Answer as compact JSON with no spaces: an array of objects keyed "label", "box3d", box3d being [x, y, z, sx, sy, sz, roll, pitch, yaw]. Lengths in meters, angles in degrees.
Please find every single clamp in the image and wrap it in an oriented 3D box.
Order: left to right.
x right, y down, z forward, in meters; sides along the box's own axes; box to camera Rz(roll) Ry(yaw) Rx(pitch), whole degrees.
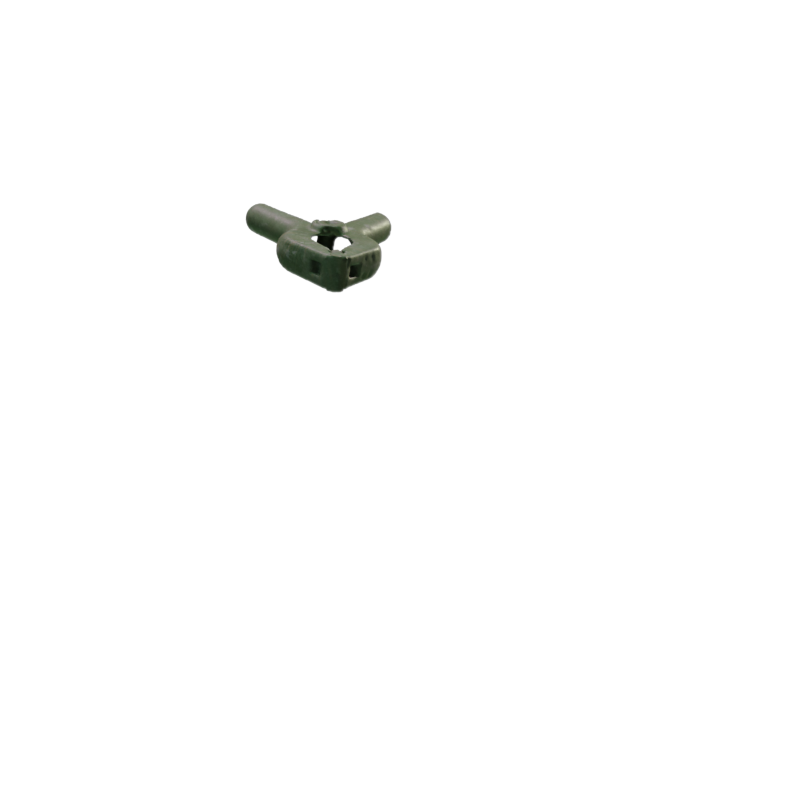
[{"label":"clamp","box3d":[-0.067,-0.123,0.860,0.120,0.038,0.177,0,19,1]}]
